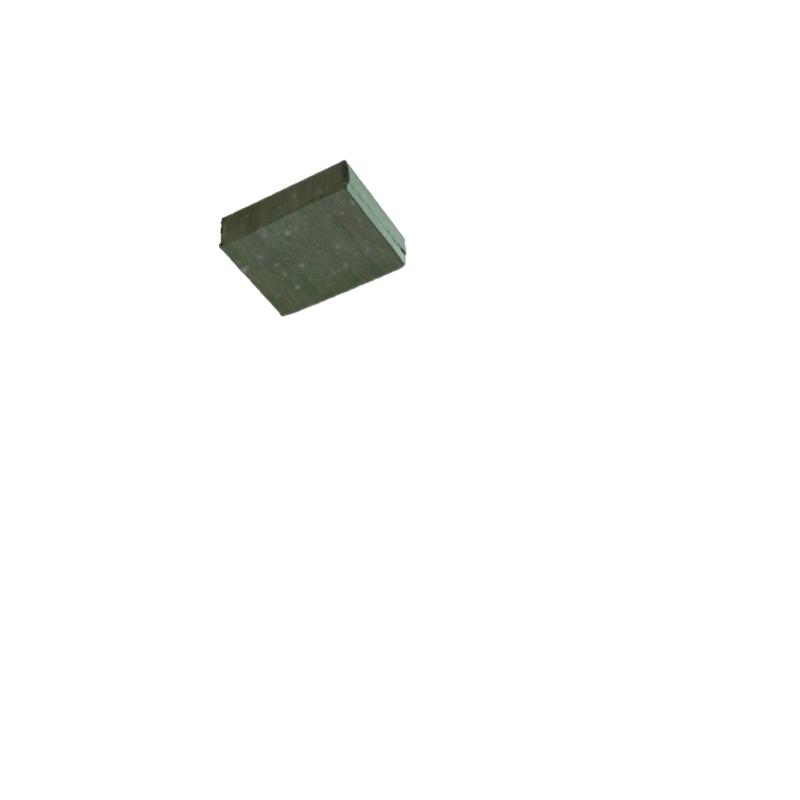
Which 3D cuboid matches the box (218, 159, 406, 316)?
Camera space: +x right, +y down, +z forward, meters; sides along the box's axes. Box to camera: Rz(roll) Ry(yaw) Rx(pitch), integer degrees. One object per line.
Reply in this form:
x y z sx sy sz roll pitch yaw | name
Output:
-0.065 -0.118 0.829 0.114 0.042 0.083 -23 -50 20 | box
